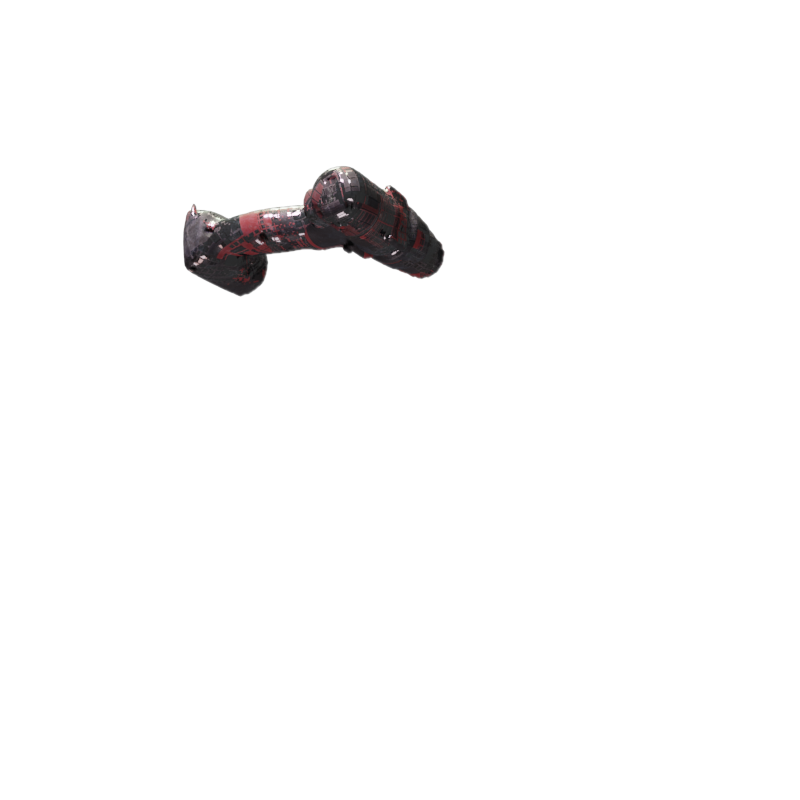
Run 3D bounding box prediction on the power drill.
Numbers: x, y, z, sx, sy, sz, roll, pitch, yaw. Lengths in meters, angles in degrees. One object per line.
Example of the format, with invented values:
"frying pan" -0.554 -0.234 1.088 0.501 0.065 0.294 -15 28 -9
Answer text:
"power drill" -0.073 -0.134 0.936 0.191 0.060 0.172 -9 -19 26
